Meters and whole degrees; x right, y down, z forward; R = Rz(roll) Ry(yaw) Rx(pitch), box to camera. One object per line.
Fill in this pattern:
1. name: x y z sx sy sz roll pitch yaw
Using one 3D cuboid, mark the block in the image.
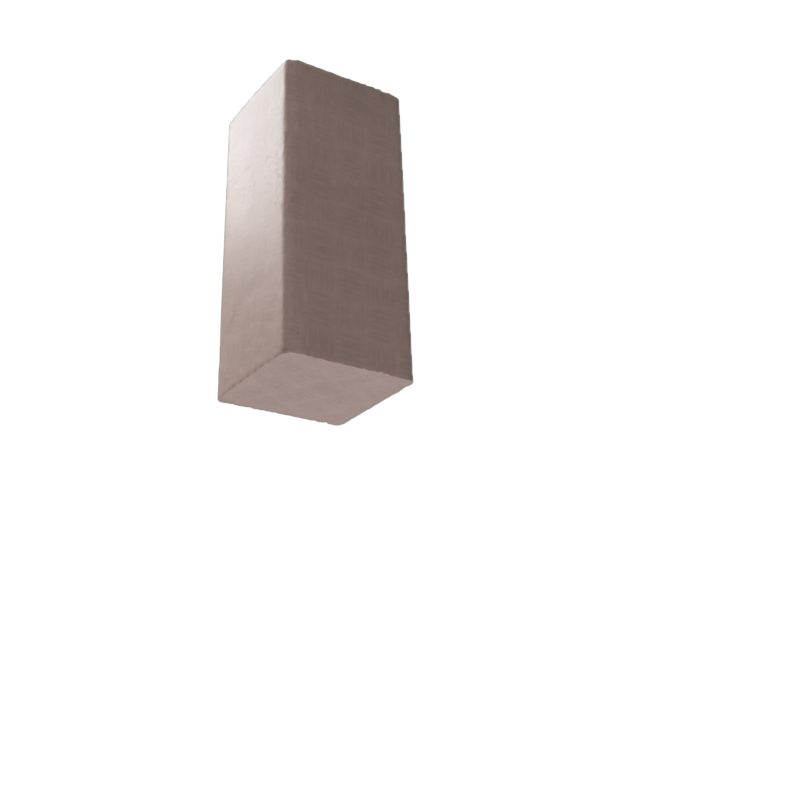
1. block: -0.056 -0.102 0.713 0.086 0.219 0.089 15 -31 -29
